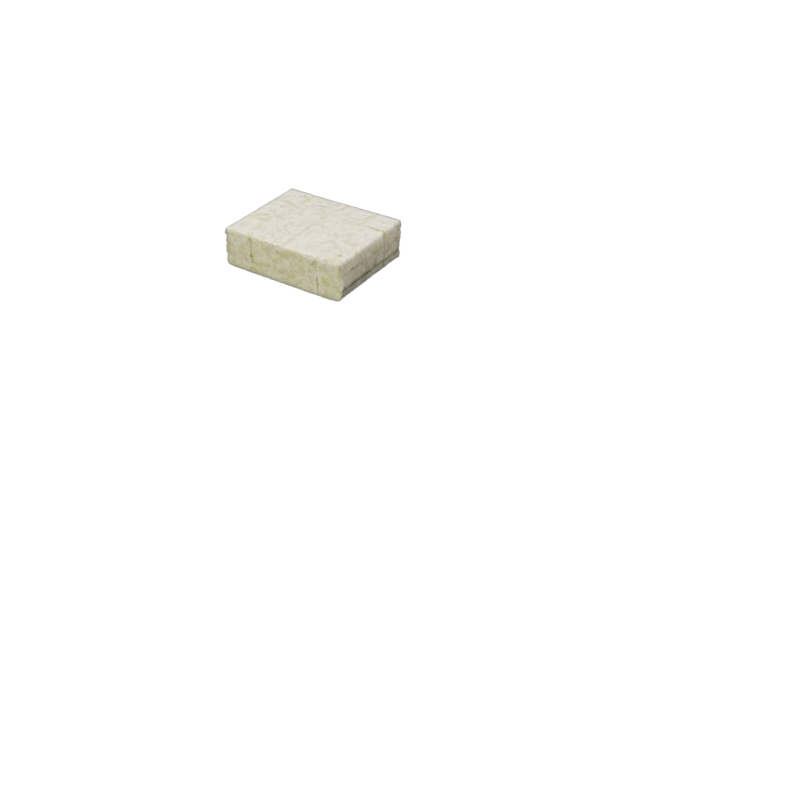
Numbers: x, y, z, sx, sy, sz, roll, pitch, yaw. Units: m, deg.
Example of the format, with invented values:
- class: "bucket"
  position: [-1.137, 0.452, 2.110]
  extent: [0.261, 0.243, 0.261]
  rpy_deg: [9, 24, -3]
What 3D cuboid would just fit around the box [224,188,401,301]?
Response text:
- class: "box"
  position: [-0.070, -0.127, 0.887]
  extent: [0.119, 0.036, 0.091]
  rpy_deg: [22, 40, 27]
